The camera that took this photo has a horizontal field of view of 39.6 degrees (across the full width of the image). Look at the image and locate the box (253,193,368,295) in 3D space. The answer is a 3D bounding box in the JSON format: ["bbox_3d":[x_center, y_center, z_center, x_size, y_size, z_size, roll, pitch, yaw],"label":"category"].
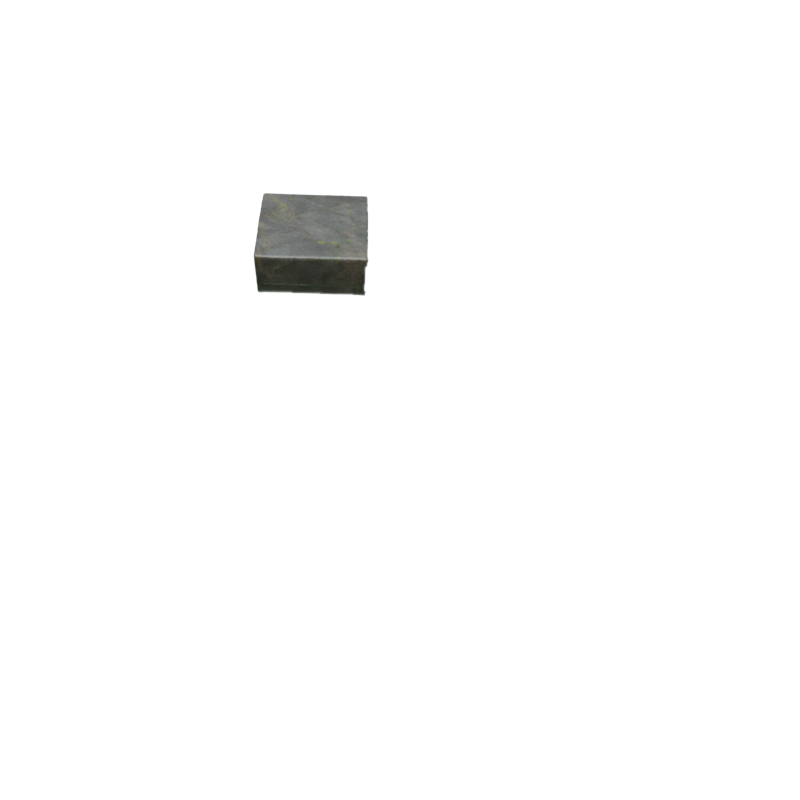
[{"bbox_3d":[-0.071,-0.130,0.910,0.090,0.036,0.121,0,36,-1],"label":"box"}]
